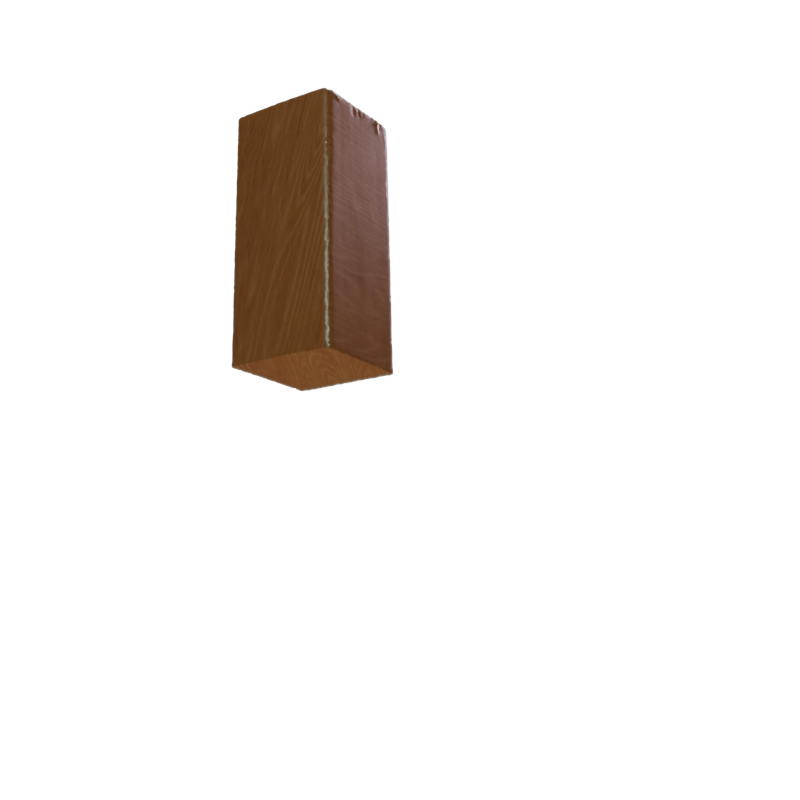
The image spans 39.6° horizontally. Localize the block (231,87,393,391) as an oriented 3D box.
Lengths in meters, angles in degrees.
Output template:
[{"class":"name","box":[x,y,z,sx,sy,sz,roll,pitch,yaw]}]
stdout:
[{"class":"block","box":[-0.067,-0.123,0.859,0.092,0.216,0.085,-14,-24,31]}]
